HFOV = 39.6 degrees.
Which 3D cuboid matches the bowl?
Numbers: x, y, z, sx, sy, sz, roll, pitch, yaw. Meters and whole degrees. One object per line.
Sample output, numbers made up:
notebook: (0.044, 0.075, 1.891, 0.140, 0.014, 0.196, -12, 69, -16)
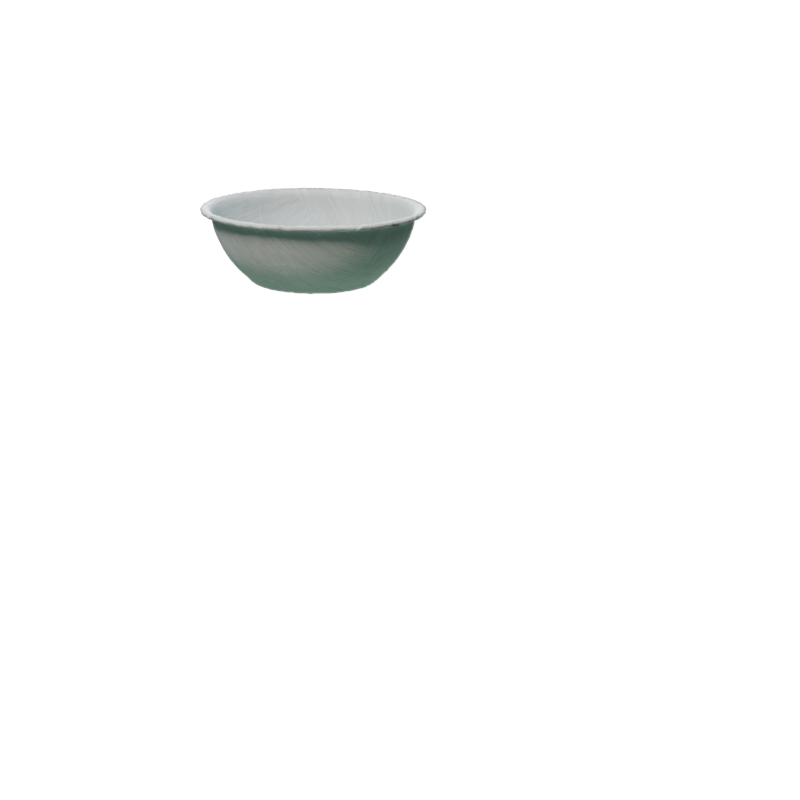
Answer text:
bowl: (-0.063, -0.114, 0.800, 0.162, 0.053, 0.169, -1, 19, -2)
